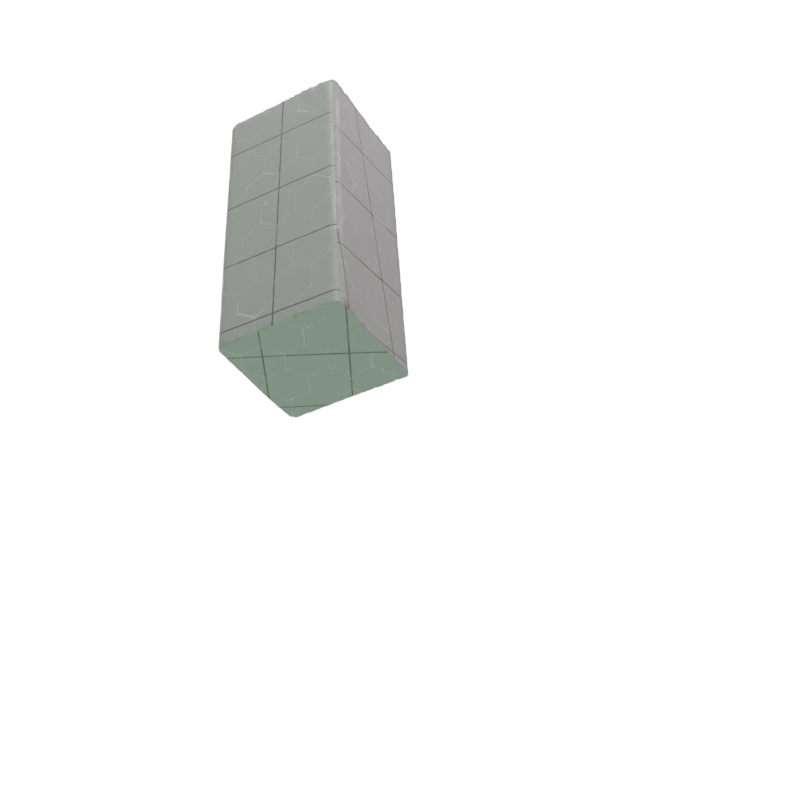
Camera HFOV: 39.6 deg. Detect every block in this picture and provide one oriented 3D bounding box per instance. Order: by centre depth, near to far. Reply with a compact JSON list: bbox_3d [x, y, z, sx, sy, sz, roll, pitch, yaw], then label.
[{"bbox_3d":[-0.060,-0.108,0.753,0.091,0.221,0.083,-22,-43,21],"label":"block"}]
